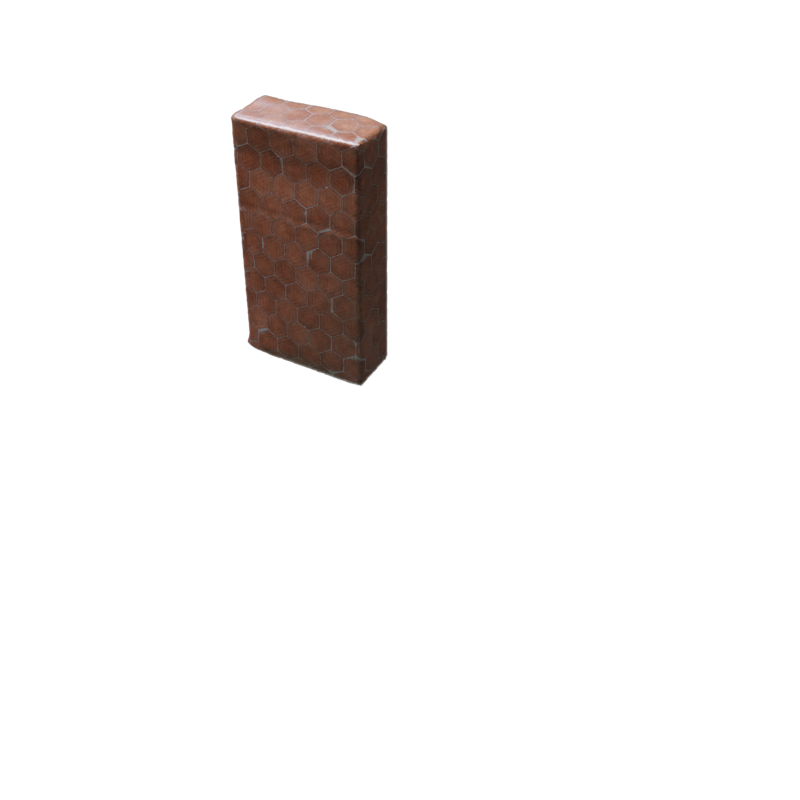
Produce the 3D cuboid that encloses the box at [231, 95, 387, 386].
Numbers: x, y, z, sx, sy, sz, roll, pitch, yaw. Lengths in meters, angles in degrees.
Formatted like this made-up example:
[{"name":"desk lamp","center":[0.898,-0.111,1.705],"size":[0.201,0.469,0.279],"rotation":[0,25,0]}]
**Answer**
[{"name":"box","center":[-0.056,-0.102,0.715],"size":[0.098,0.166,0.049],"rotation":[19,35,25]}]
